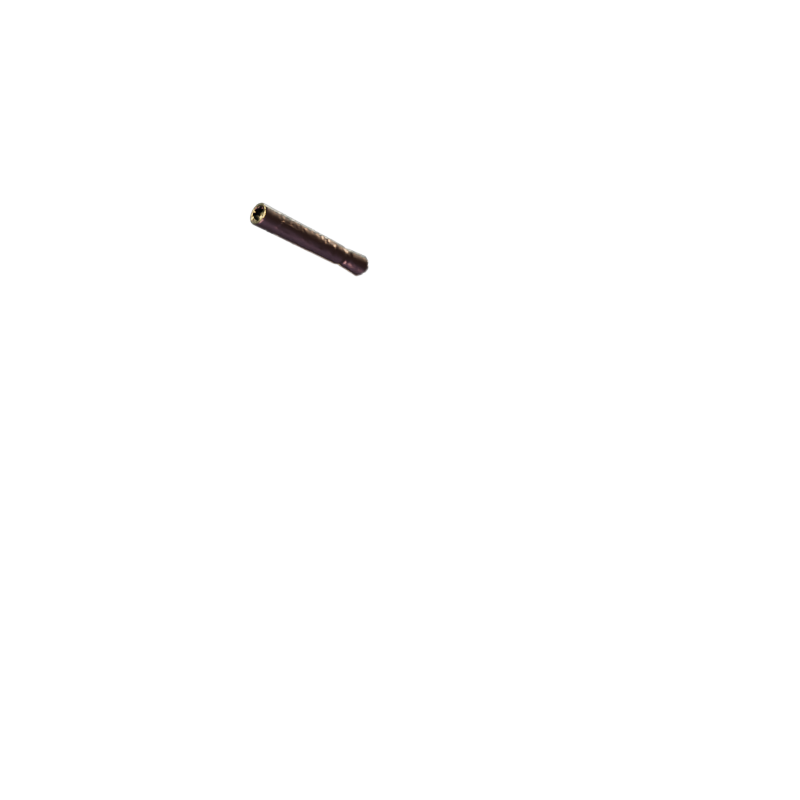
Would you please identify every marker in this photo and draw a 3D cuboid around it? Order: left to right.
[{"bbox_3d":[-0.070,-0.128,0.893,0.113,0.020,0.021,23,-12,-39],"label":"marker"}]
